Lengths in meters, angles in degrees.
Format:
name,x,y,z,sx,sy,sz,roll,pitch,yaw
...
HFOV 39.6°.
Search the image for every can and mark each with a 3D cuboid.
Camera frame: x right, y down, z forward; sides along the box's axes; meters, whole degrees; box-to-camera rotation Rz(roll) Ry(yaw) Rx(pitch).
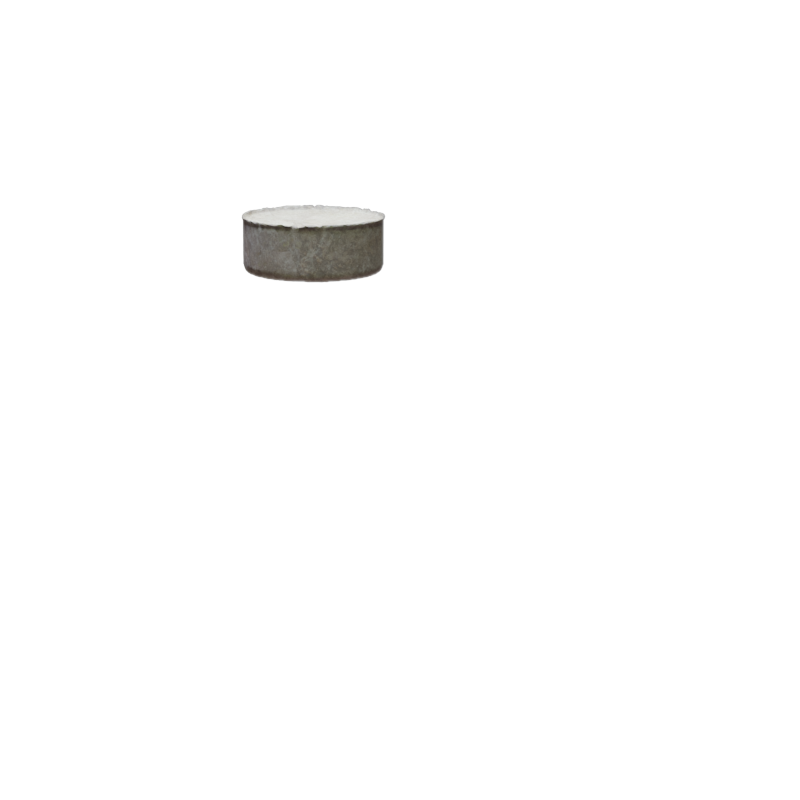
name,x,y,z,sx,sy,sz,roll,pitch,yaw
can,-0.052,-0.095,0.665,0.086,0.033,0.089,0,16,-2
